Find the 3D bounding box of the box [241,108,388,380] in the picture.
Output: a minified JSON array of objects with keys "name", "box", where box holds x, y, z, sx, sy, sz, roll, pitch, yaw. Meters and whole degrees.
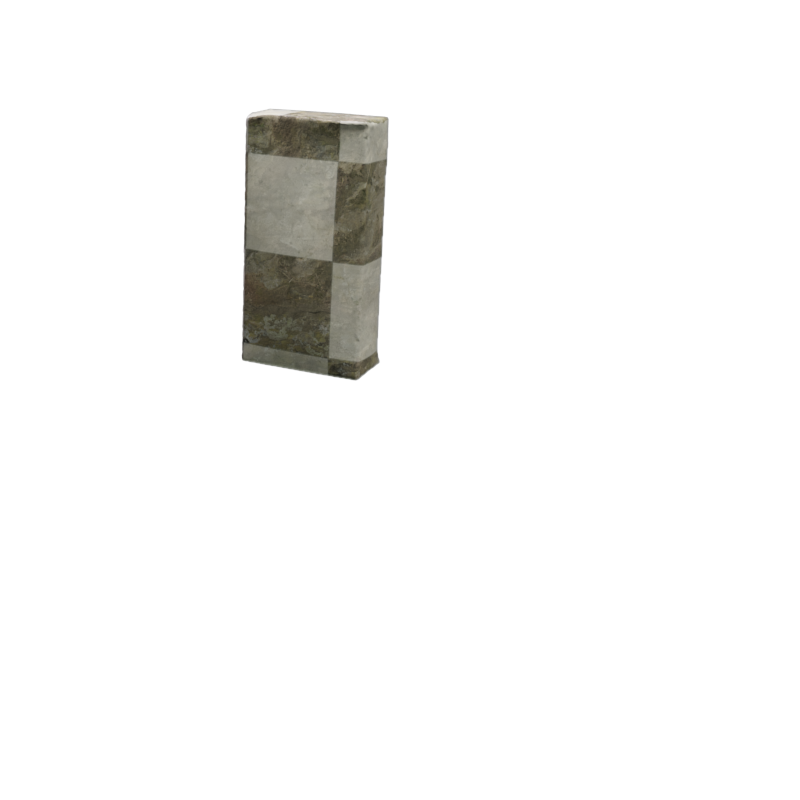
[{"name":"box","box":[-0.060,-0.109,0.763,0.097,0.170,0.048,8,16,23]}]
